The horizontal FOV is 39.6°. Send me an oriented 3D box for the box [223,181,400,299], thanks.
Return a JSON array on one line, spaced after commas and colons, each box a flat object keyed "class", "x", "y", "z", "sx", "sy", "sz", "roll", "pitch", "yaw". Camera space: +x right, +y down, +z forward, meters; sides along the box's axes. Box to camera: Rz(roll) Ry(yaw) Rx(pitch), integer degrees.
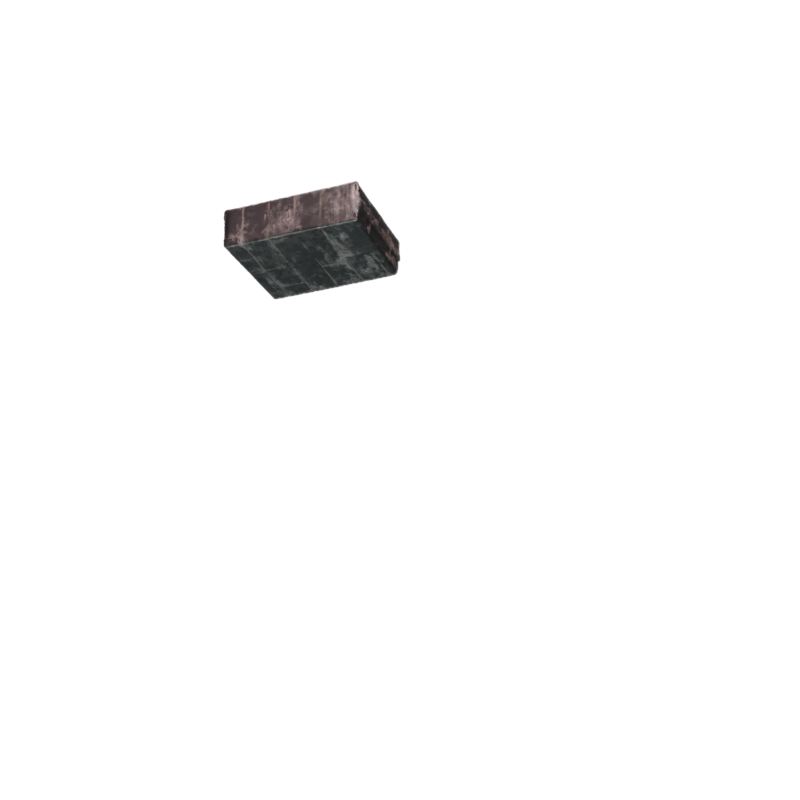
[{"class": "box", "x": -0.053, "y": -0.097, "z": 0.682, "sx": 0.091, "sy": 0.032, "sz": 0.068, "roll": -10, "pitch": -27, "yaw": 19}]
